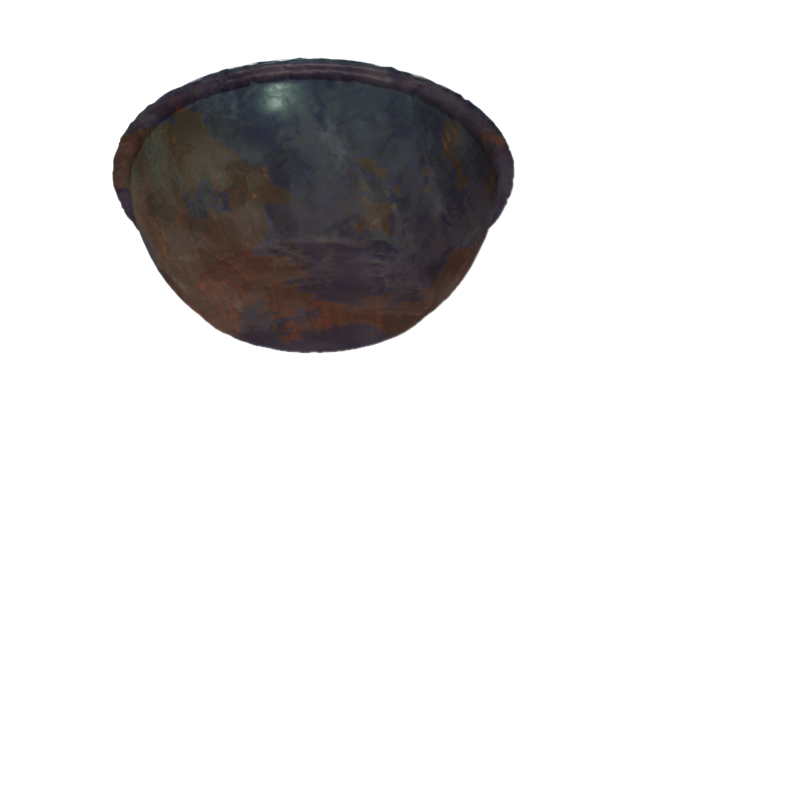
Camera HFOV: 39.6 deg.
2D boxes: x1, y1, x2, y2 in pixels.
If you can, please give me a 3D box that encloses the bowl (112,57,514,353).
[{"bbox_3d":[-0.034,-0.062,0.437,0.162,0.058,0.153,1,-26,-2],"label":"bowl"}]
